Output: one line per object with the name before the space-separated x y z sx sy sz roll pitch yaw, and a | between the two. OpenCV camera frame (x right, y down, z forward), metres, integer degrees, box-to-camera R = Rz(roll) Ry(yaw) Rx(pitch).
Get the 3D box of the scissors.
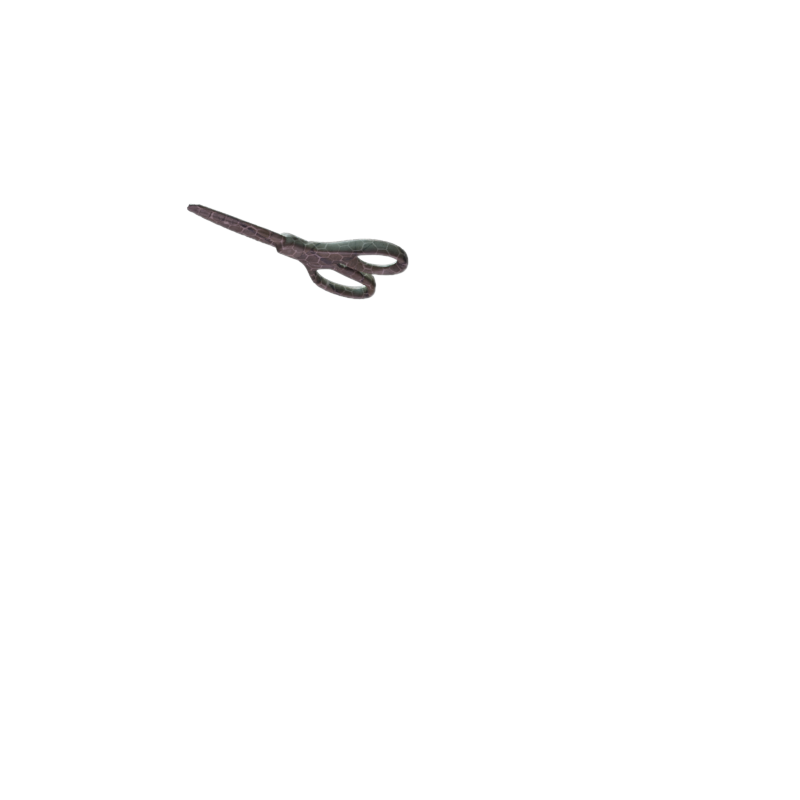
scissors | -0.070 -0.128 0.897 0.097 0.017 0.188 -15 -27 31
